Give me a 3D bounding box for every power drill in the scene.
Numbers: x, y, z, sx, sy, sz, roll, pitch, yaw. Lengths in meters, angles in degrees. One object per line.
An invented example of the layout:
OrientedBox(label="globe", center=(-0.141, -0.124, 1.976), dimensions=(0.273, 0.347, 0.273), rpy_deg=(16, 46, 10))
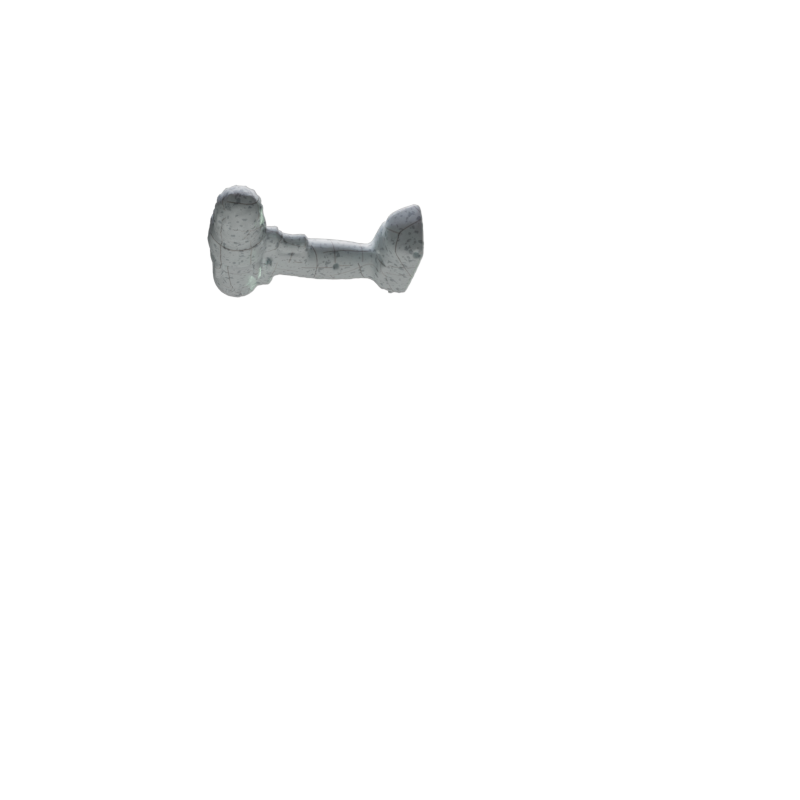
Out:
OrientedBox(label="power drill", center=(-0.077, -0.141, 0.987), dimensions=(0.186, 0.060, 0.178), rpy_deg=(2, -14, -7))
